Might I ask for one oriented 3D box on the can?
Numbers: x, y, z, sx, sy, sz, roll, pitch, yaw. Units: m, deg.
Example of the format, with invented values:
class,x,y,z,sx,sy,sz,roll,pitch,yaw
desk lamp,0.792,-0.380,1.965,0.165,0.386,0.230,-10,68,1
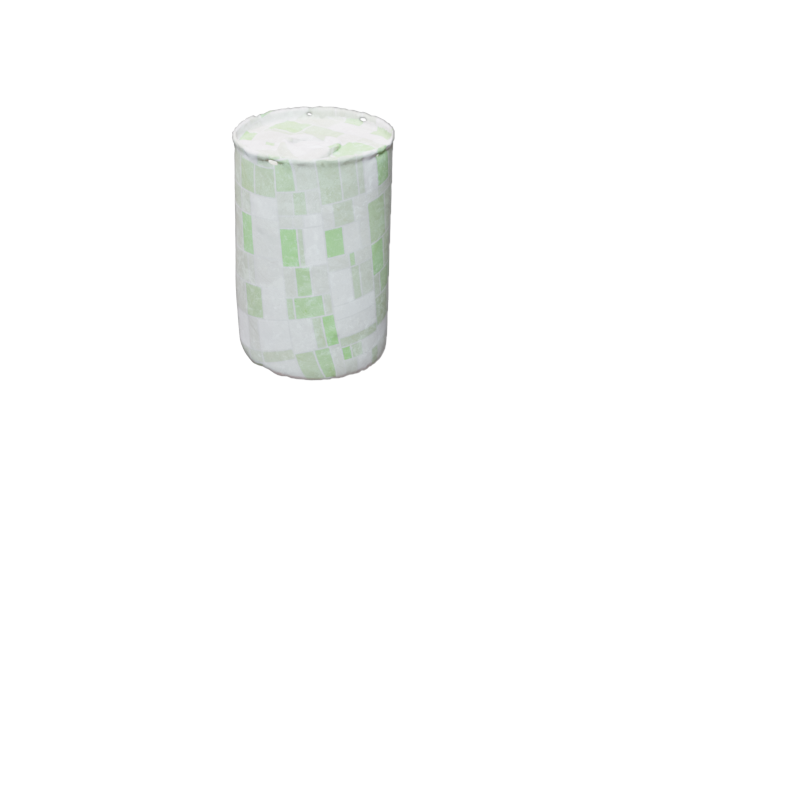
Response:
class,x,y,z,sx,sy,sz,roll,pitch,yaw
can,-0.038,-0.069,0.482,0.068,0.097,0.073,0,27,-2
